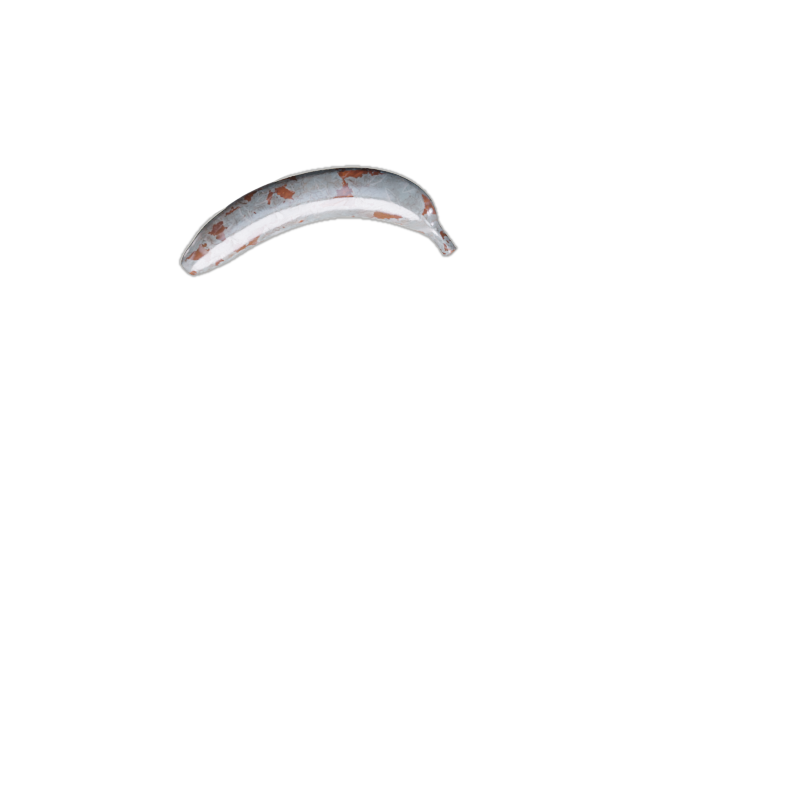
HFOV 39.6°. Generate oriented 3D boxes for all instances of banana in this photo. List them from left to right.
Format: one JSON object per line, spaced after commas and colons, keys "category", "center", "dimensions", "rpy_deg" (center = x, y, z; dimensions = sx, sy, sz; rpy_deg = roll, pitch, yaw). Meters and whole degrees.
{"category": "banana", "center": [-0.060, -0.131, 0.791], "dimensions": [0.197, 0.072, 0.035], "rpy_deg": [-5, -14, -2]}
